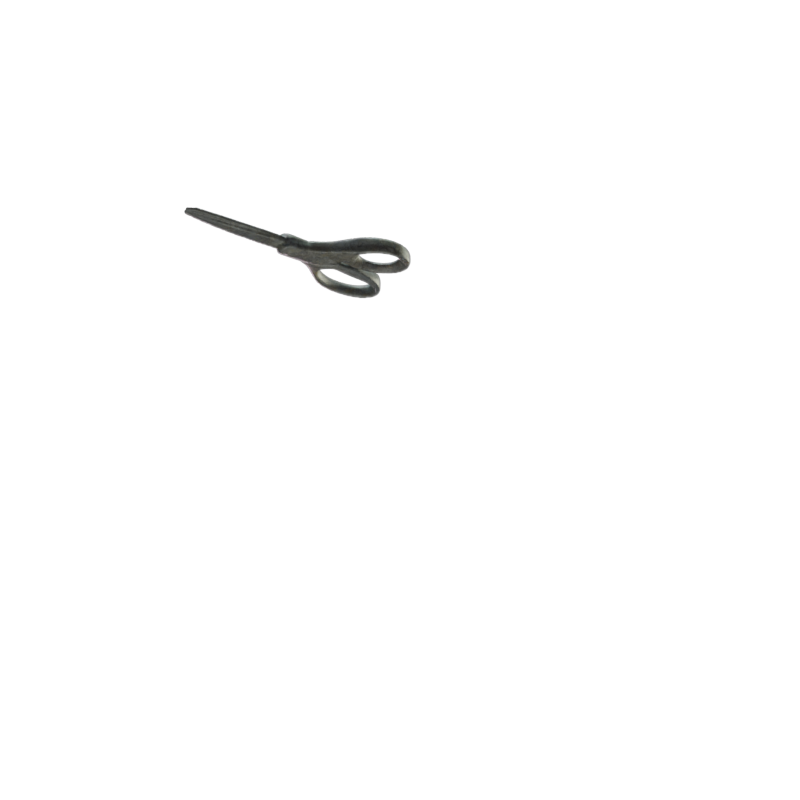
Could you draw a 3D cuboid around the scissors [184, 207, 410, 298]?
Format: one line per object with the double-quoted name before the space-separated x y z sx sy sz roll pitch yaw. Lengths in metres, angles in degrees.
"scissors" -0.070 -0.128 0.899 0.097 0.017 0.188 -17 -28 34
